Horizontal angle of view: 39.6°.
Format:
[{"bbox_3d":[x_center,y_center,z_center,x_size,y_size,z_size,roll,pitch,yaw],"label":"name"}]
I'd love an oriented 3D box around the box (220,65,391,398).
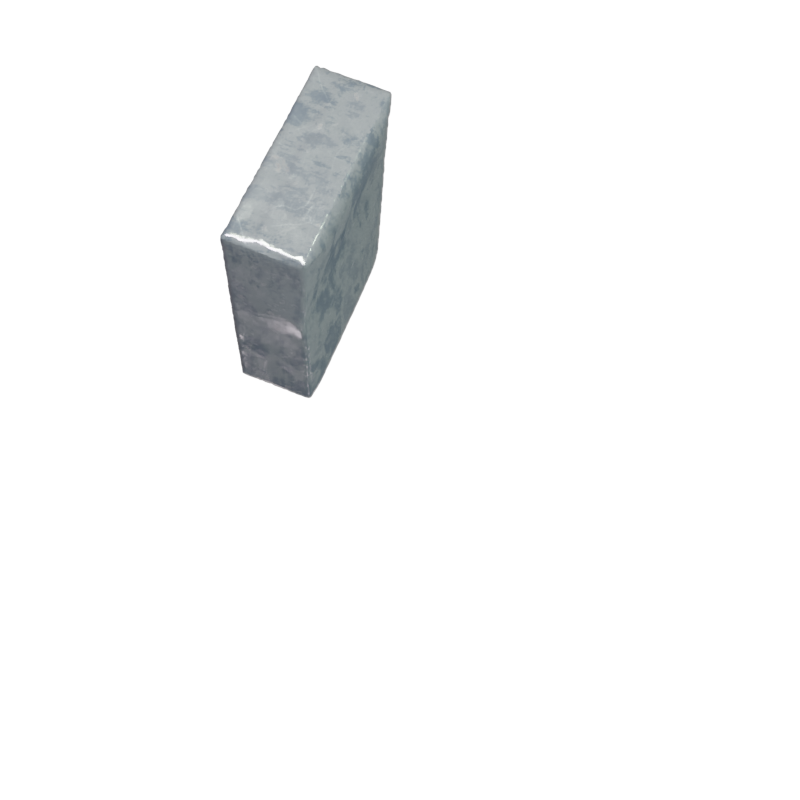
[{"bbox_3d":[-0.067,-0.122,0.854,0.073,0.171,0.202,20,-26,6],"label":"box"}]
